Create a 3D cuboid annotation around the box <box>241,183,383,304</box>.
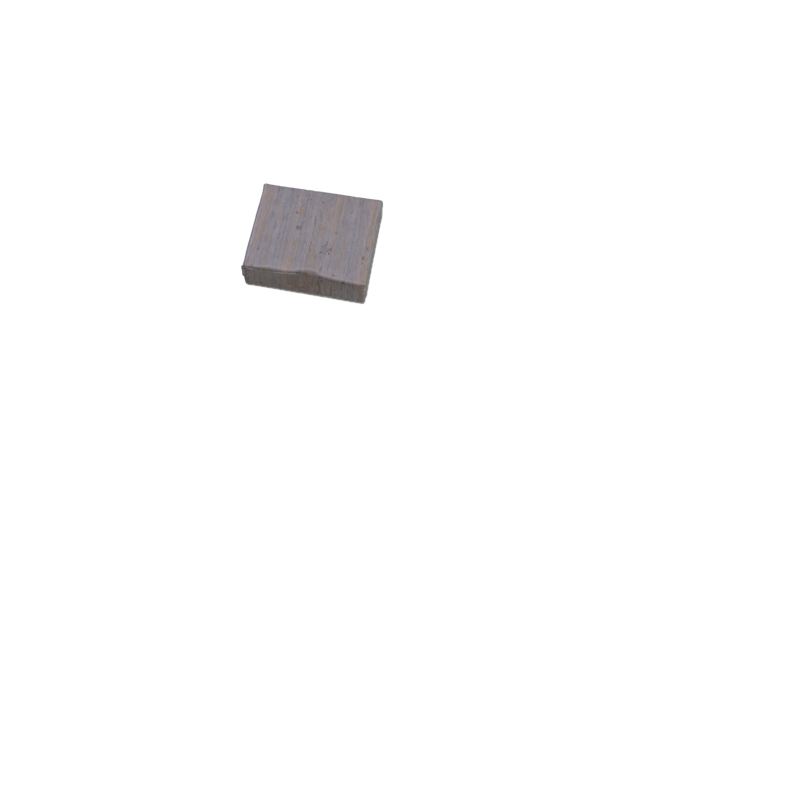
[{"bbox_3d":[-0.062,-0.113,0.788,0.090,0.077,0.028,9,-30,5],"label":"box"}]
